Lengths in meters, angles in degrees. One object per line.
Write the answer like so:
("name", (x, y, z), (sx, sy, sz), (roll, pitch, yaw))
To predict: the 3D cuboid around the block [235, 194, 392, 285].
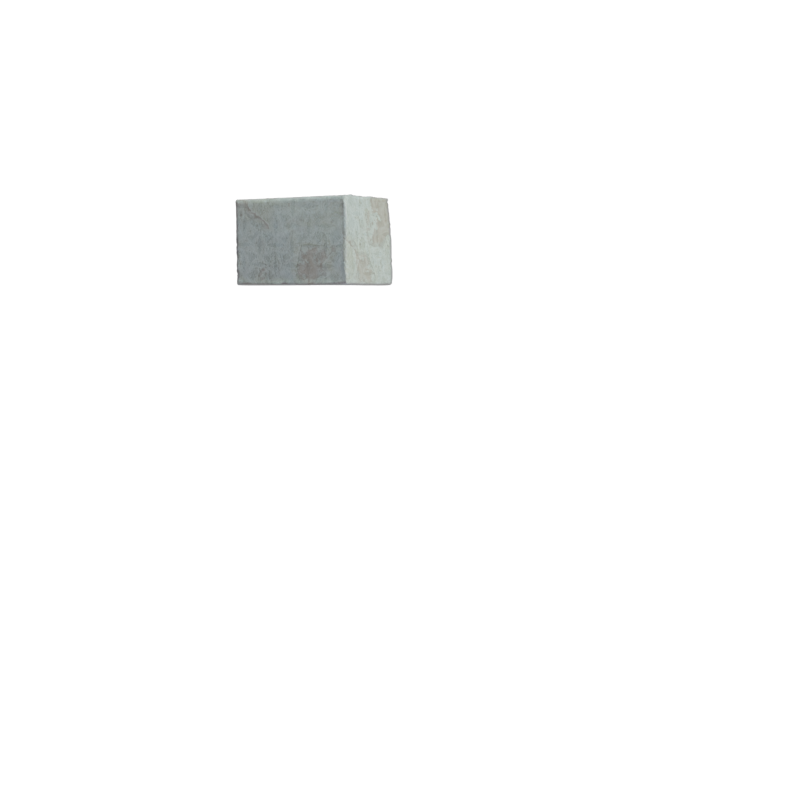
("block", (-0.051, -0.092, 0.647), (0.081, 0.051, 0.051), (2, 3, 29))
